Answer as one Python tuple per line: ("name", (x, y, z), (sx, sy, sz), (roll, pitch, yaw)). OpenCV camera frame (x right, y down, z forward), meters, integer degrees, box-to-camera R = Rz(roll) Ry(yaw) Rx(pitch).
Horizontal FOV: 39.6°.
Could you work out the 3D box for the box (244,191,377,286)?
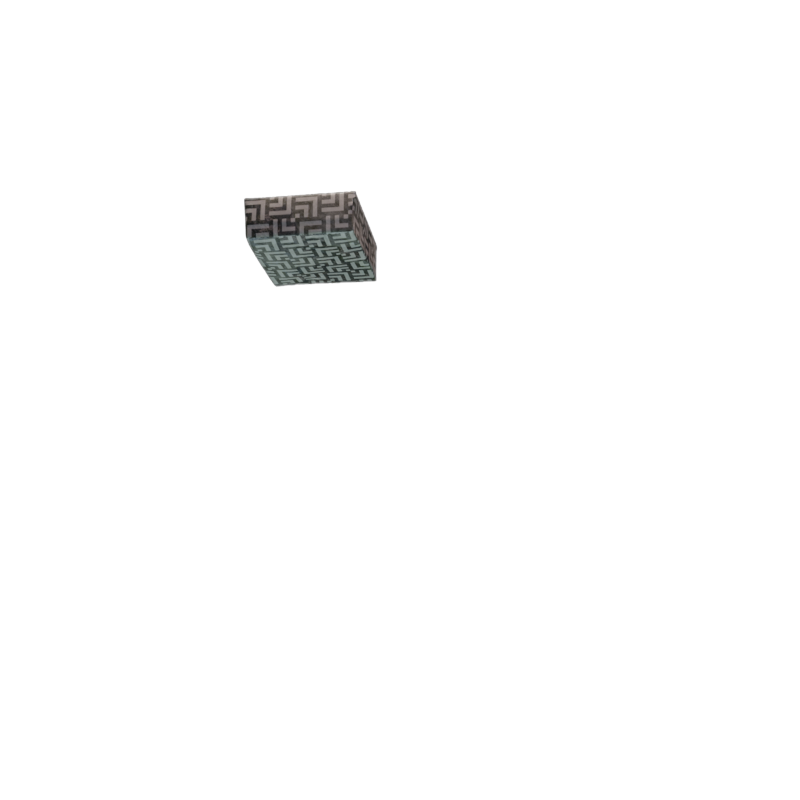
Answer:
("box", (-0.070, -0.128, 0.898), (0.091, 0.041, 0.108), (-3, -15, 9))
